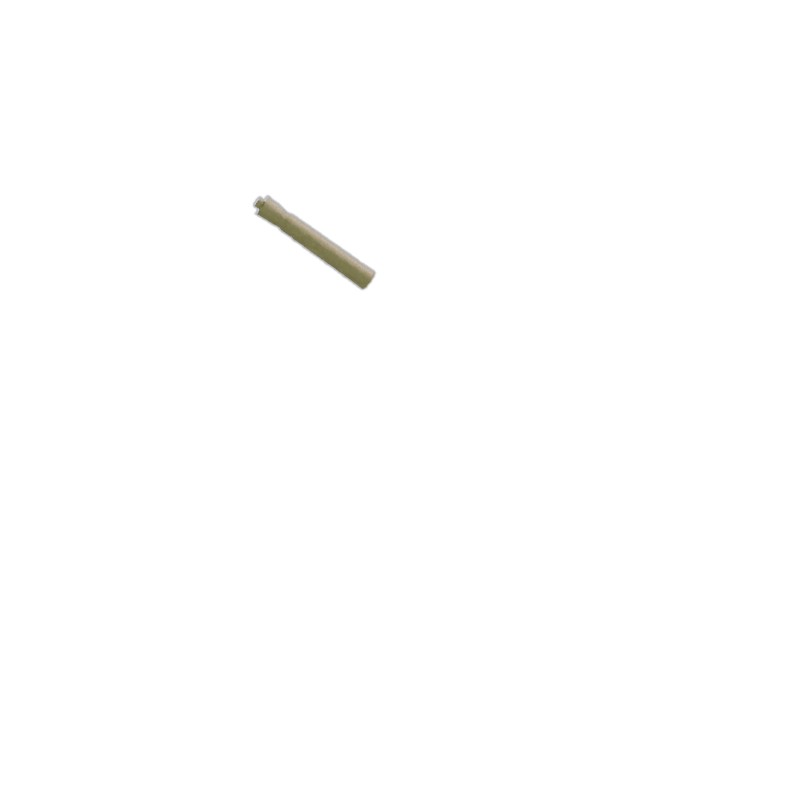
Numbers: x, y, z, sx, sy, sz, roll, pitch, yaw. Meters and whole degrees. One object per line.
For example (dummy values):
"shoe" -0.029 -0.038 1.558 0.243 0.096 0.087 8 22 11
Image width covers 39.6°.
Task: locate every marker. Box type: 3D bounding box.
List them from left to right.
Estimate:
"marker" -0.075 -0.138 0.964 0.119 0.020 0.020 35 -2 -6
